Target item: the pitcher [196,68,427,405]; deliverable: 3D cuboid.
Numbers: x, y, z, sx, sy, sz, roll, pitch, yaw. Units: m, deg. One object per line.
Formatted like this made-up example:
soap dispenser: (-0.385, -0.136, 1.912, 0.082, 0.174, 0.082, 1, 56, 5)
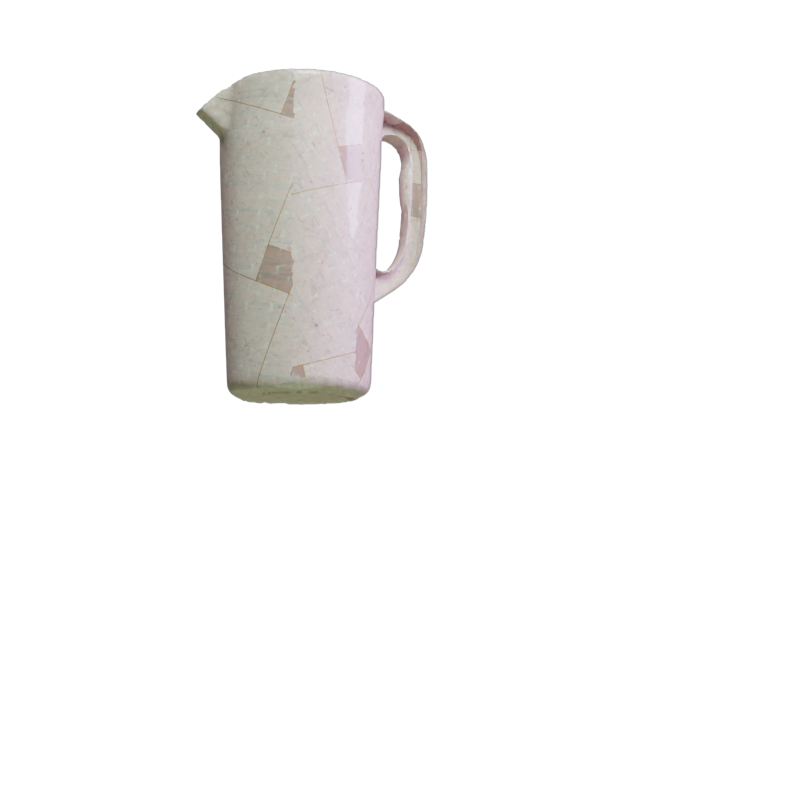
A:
pitcher: (-0.067, -0.122, 0.856, 0.152, 0.250, 0.138, -5, -12, 21)
